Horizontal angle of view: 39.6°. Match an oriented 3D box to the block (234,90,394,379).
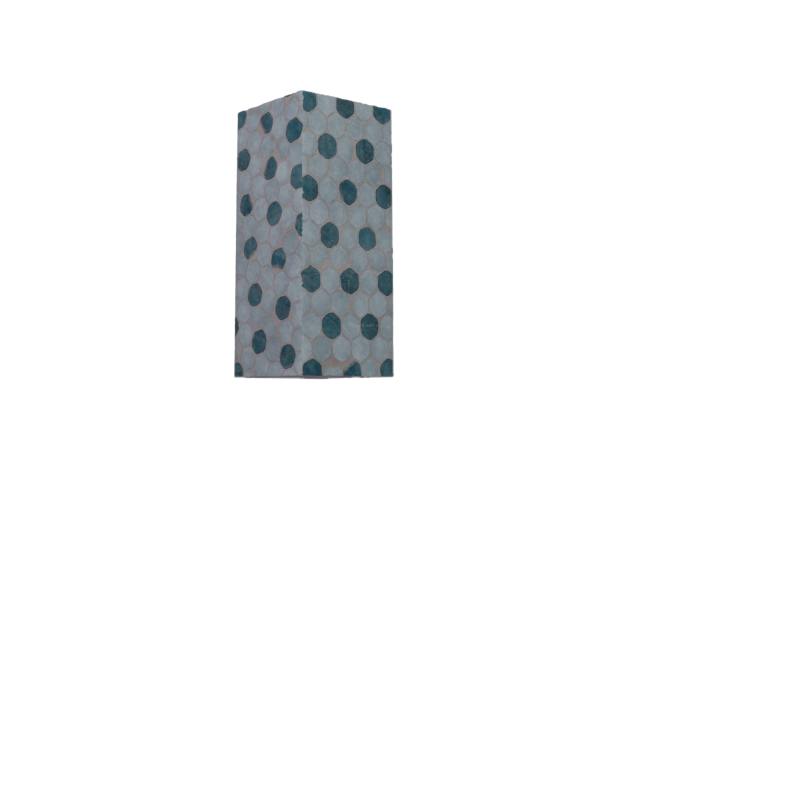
[{"bbox_3d":[-0.067,-0.121,0.849,0.087,0.210,0.093,5,-9,-40],"label":"block"}]
